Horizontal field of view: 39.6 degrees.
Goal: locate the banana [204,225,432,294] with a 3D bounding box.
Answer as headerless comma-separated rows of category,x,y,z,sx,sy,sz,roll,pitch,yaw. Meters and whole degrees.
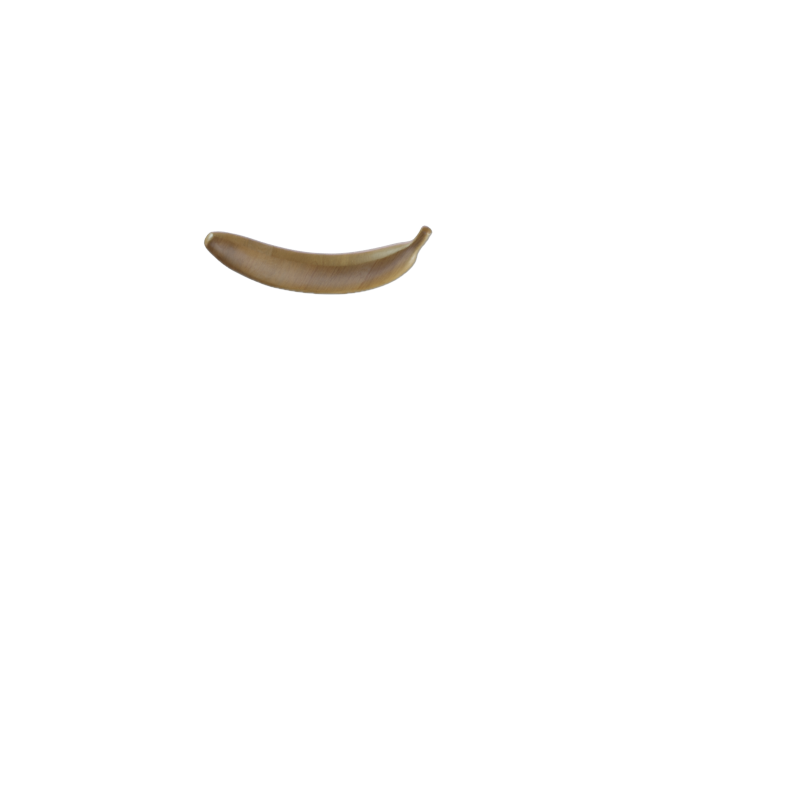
banana,-0.072,-0.124,0.979,0.198,0.065,0.039,-3,31,1
